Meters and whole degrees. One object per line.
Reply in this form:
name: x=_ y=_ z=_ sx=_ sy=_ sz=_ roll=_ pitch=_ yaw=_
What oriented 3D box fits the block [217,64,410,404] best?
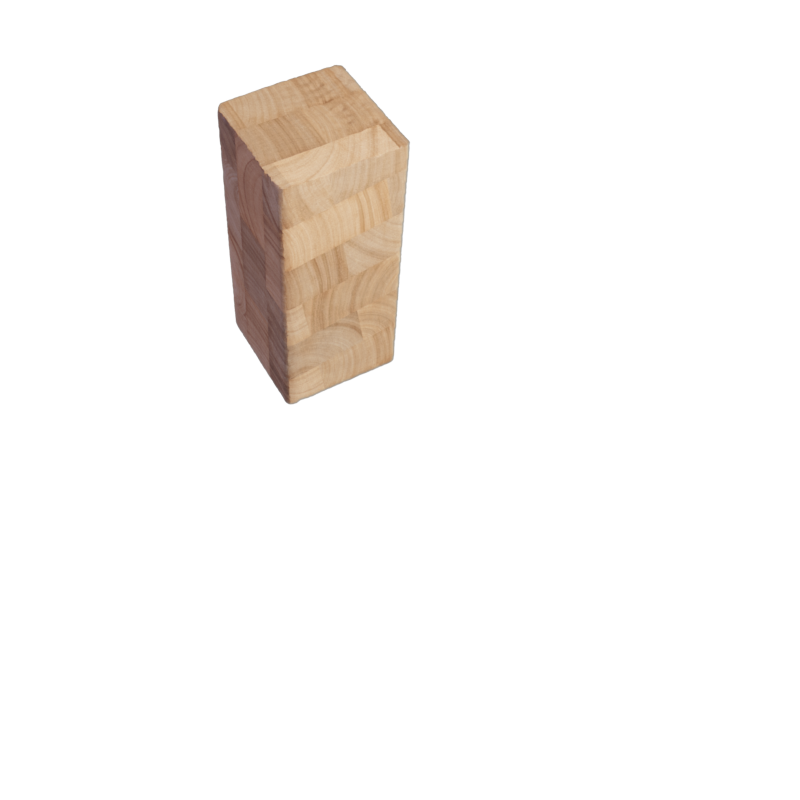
block: x=-0.058 y=-0.105 z=0.737 sx=0.089 sy=0.098 sz=0.192 roll=-22 pitch=-35 yaw=-20
